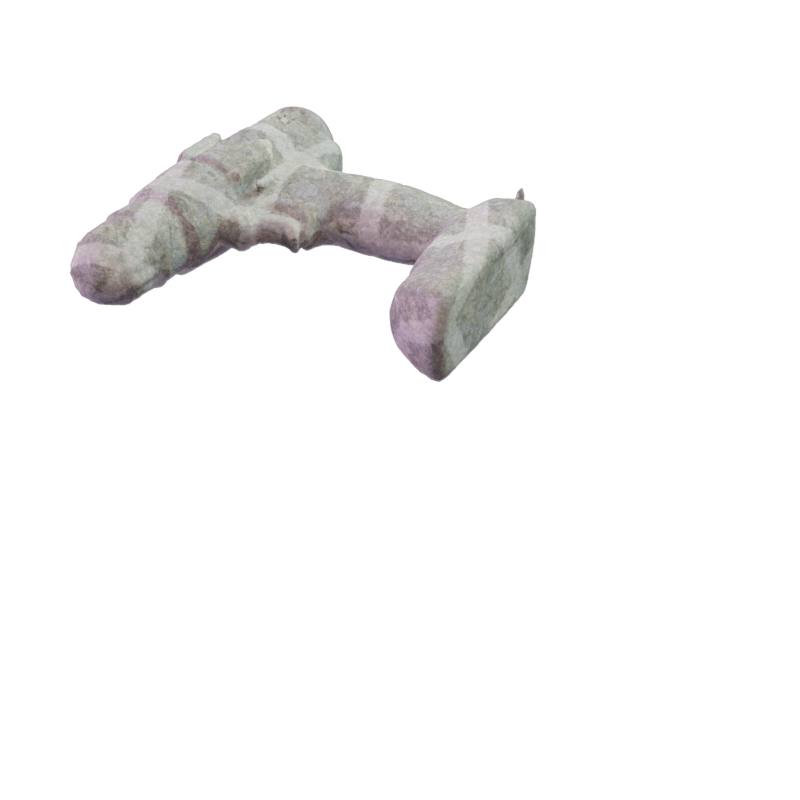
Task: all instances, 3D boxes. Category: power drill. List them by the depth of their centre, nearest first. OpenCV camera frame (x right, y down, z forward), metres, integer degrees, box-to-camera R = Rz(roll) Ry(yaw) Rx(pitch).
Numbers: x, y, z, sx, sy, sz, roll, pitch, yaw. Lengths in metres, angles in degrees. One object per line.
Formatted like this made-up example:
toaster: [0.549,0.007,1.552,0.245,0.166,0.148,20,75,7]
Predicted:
power drill: [-0.043,-0.079,0.550,0.197,0.054,0.188,24,46,25]
